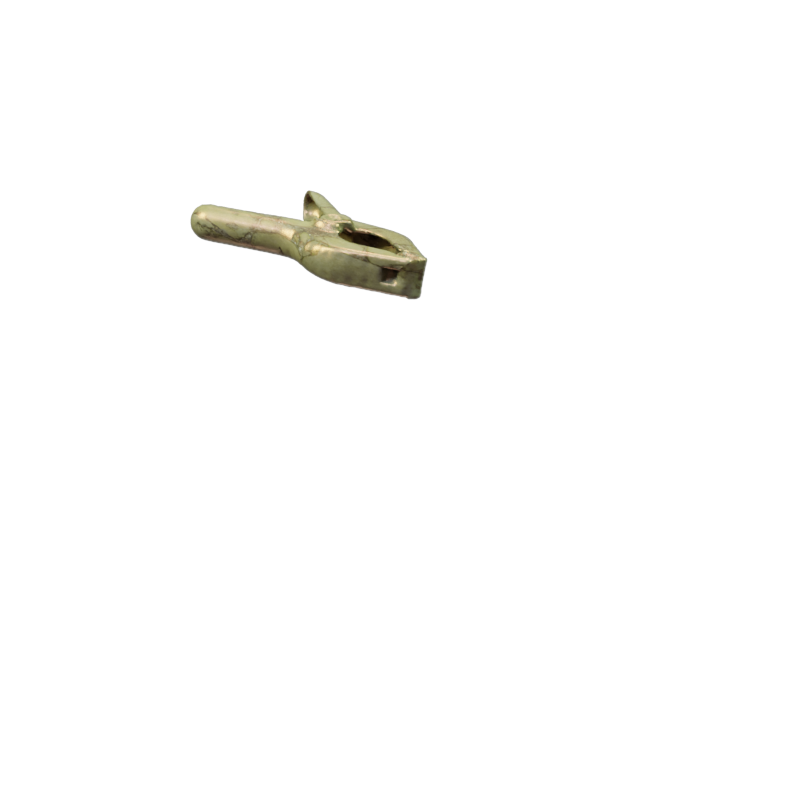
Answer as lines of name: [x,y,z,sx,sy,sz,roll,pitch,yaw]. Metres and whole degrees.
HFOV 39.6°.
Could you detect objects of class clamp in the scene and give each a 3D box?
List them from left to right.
clamp: [-0.059,-0.107,0.748,0.118,0.037,0.183,-17,30,-33]
